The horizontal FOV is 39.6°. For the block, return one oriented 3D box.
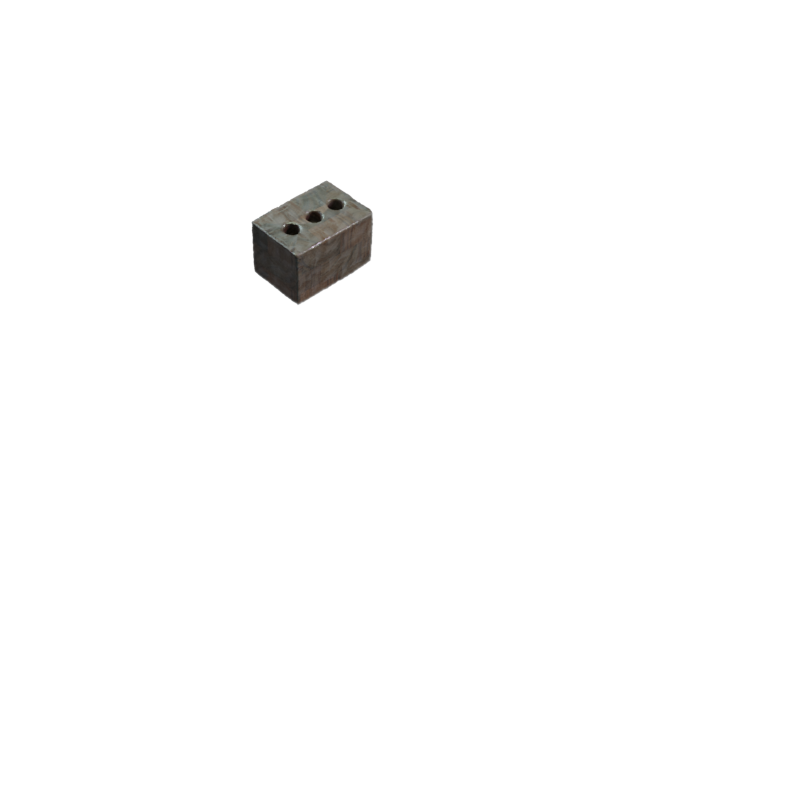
[{"bbox_3d":[-0.065,-0.119,0.833,0.078,0.048,0.056,-34,55,-30],"label":"block"}]
